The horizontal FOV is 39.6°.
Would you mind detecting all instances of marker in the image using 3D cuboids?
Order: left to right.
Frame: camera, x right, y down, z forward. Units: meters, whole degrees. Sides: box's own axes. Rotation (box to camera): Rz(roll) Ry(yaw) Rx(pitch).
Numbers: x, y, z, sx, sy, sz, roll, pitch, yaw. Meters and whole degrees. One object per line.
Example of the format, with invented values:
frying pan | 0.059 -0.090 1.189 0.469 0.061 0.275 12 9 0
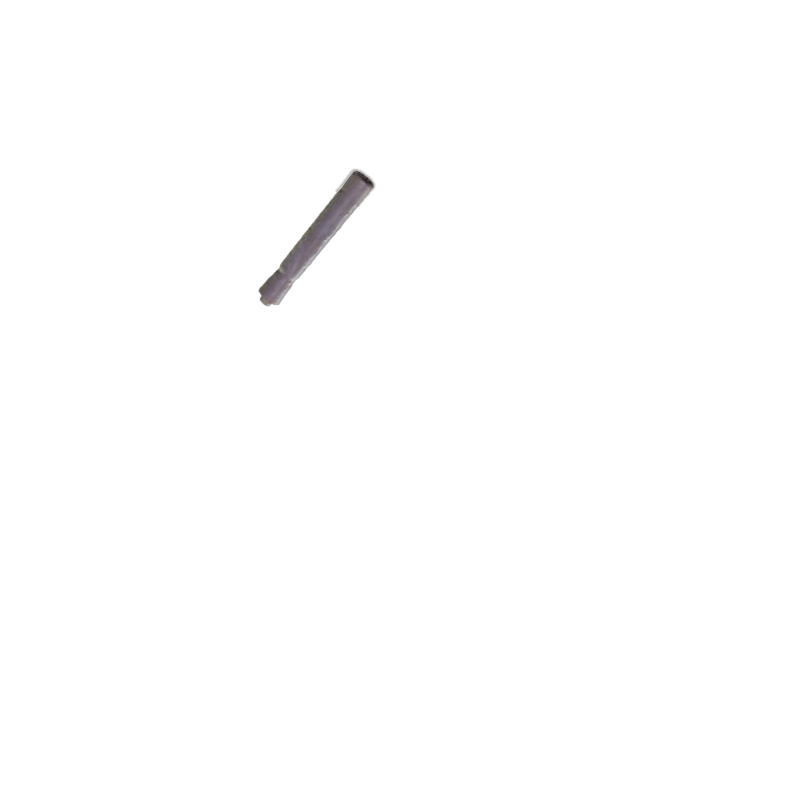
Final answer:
marker | -0.062 -0.113 0.793 0.019 0.119 0.021 35 21 -19
